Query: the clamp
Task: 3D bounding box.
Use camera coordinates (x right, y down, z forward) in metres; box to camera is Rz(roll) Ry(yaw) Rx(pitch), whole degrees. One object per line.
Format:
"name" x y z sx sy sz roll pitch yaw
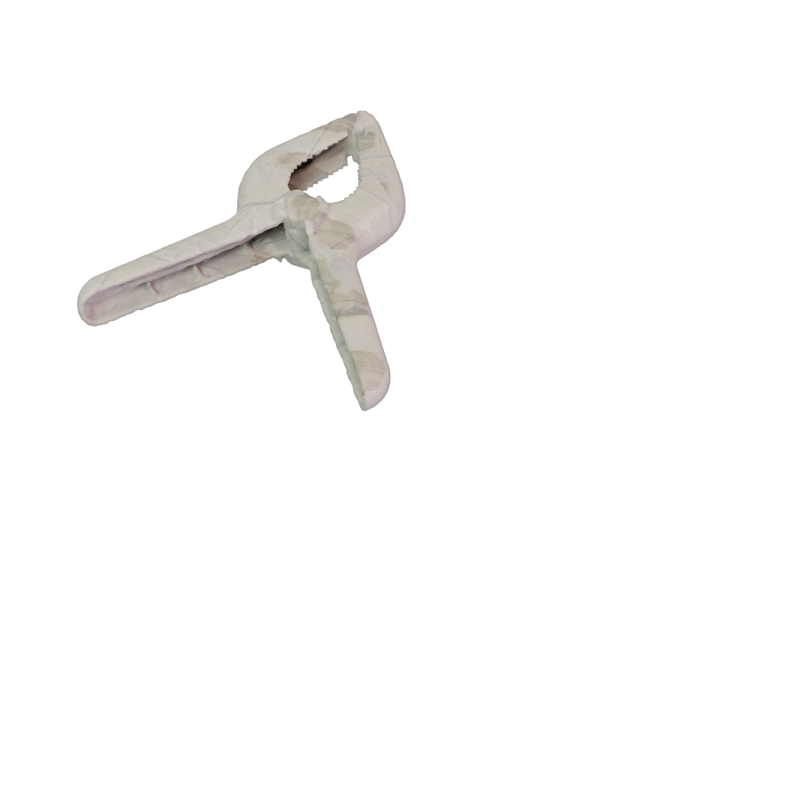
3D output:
"clamp" -0.046 -0.085 0.594 0.171 0.034 0.217 21 49 19
